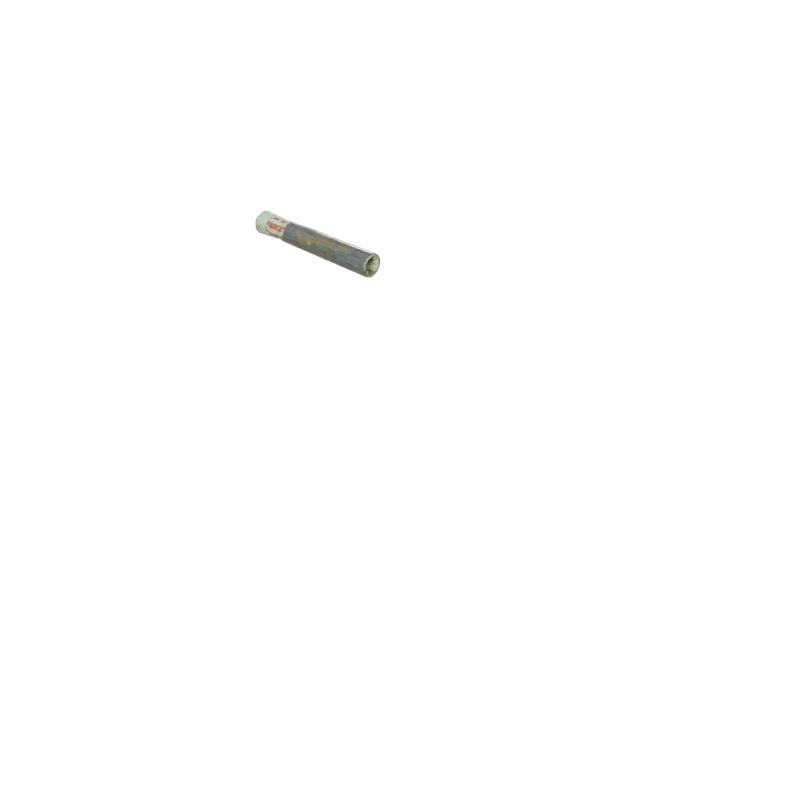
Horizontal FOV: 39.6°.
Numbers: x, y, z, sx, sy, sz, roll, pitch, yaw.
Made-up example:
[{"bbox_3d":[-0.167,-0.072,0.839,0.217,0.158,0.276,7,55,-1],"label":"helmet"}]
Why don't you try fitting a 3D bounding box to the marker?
[{"bbox_3d":[-0.066,-0.120,0.844,0.129,0.019,0.019,27,20,37],"label":"marker"}]
